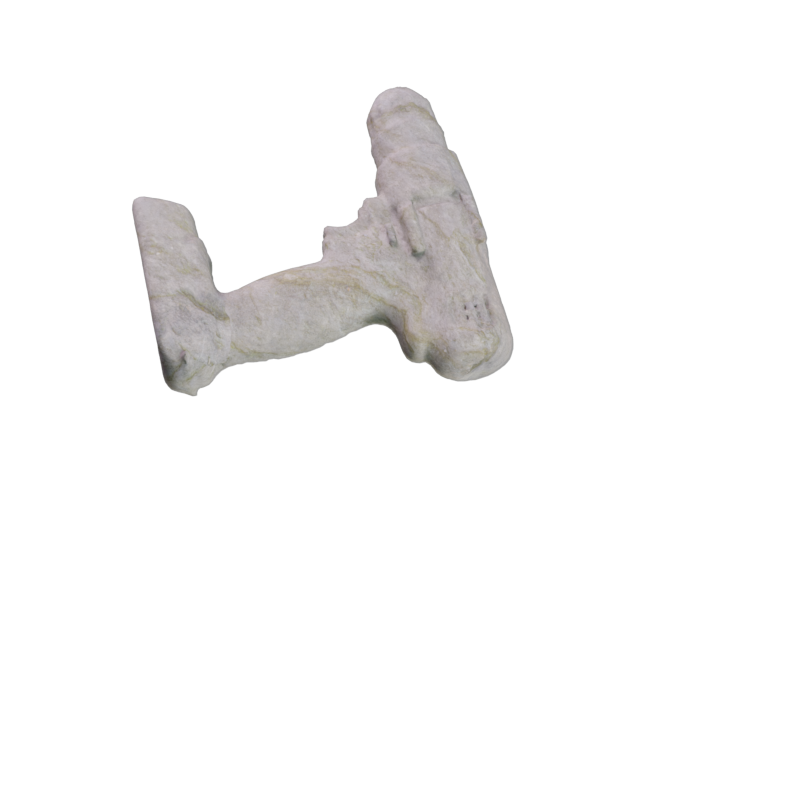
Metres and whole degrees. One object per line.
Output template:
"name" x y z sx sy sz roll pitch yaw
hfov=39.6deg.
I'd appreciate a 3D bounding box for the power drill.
"power drill" -0.047 -0.086 0.604 0.186 0.198 0.054 -11 -30 -7
